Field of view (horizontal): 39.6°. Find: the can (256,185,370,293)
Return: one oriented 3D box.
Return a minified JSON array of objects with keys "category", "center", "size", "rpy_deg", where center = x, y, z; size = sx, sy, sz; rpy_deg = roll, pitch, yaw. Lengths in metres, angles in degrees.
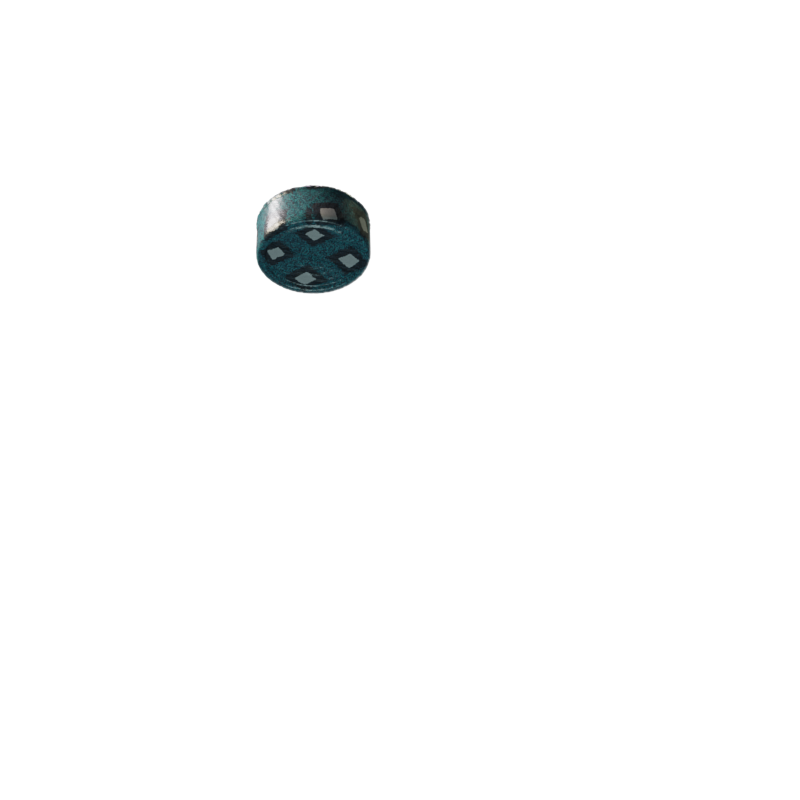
[{"category":"can","center":[-0.064,-0.117,0.823],"size":[0.086,0.036,0.080],"rpy_deg":[1,-38,-2]}]
